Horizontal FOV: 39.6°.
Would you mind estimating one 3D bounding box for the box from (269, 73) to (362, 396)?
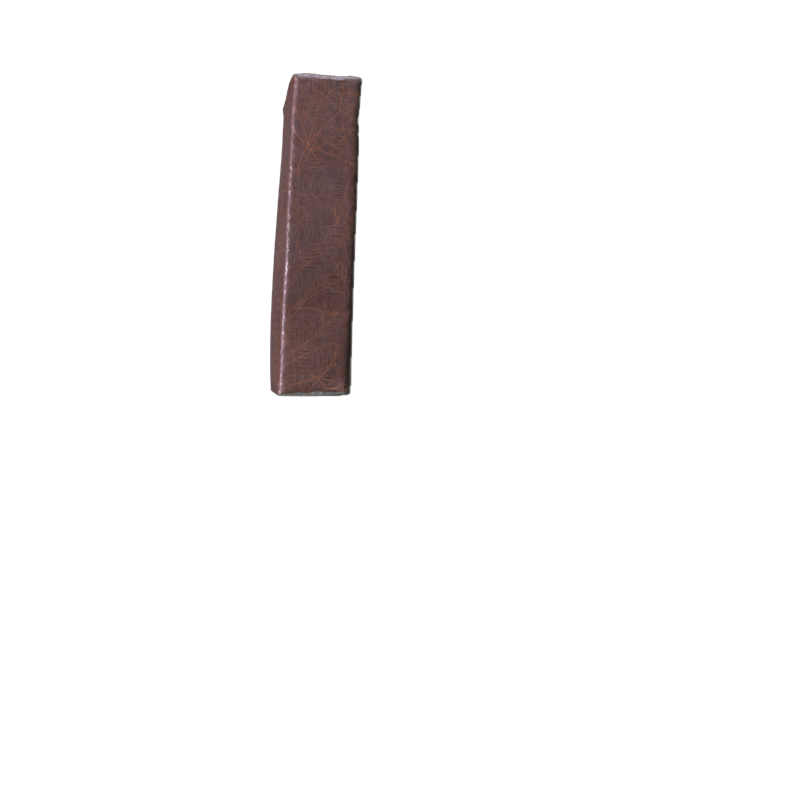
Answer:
[{"bbox_3d":[-0.050,-0.091,0.640,0.048,0.179,0.093,0,-5,-9],"label":"box"}]
